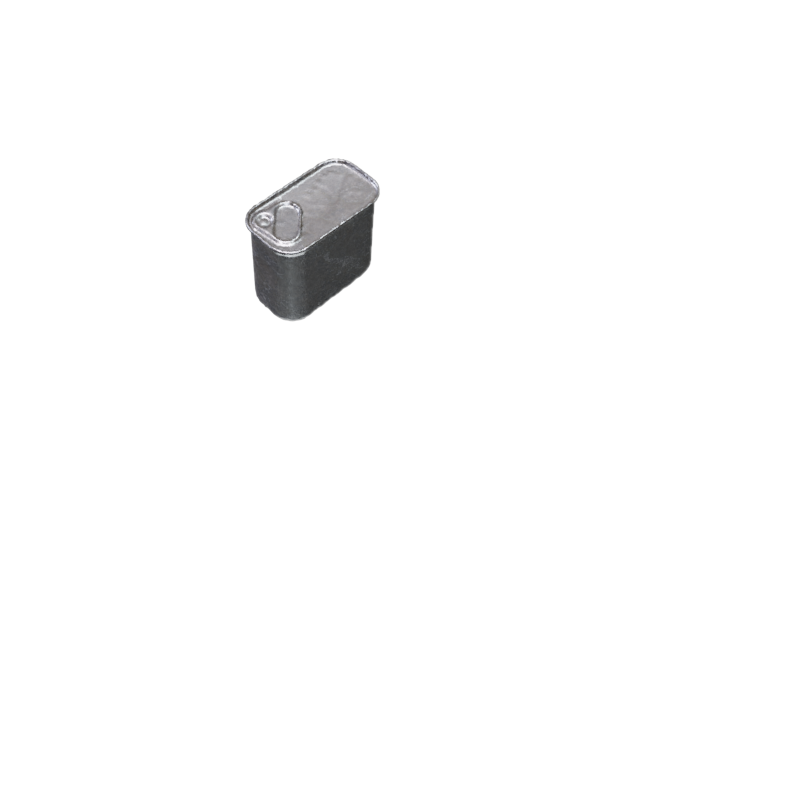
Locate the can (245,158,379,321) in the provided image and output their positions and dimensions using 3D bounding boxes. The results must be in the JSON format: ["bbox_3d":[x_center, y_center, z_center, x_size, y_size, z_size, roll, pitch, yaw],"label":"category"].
[{"bbox_3d":[-0.066,-0.119,0.837,0.061,0.078,0.103,39,60,24],"label":"can"}]
